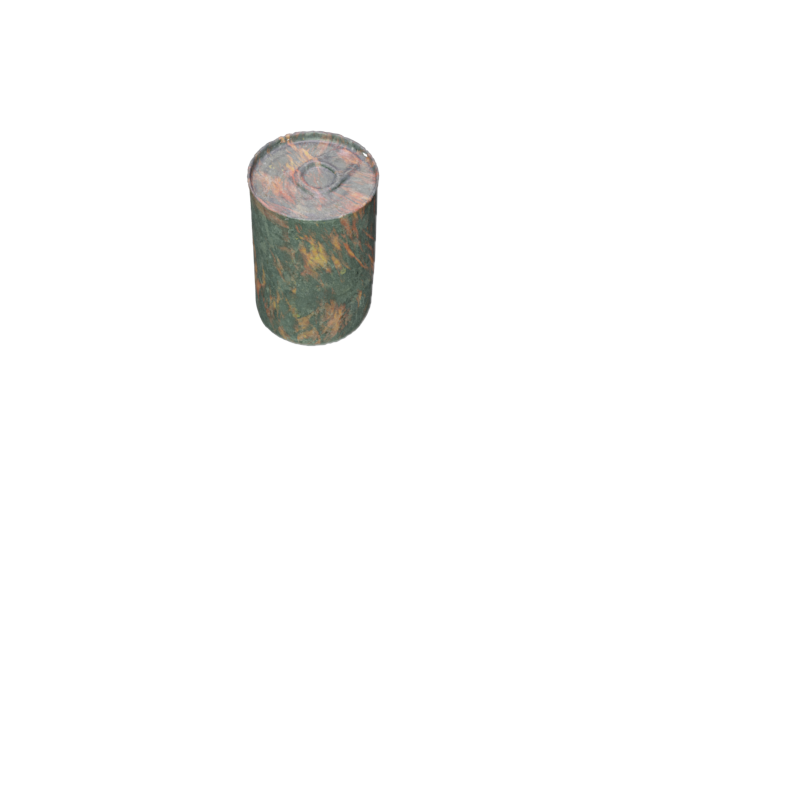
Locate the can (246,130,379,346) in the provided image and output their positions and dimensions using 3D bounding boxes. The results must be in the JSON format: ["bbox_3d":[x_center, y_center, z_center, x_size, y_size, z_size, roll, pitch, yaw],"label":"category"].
[{"bbox_3d":[-0.047,-0.086,0.604,0.068,0.074,0.095,0,-40,-3],"label":"can"}]
